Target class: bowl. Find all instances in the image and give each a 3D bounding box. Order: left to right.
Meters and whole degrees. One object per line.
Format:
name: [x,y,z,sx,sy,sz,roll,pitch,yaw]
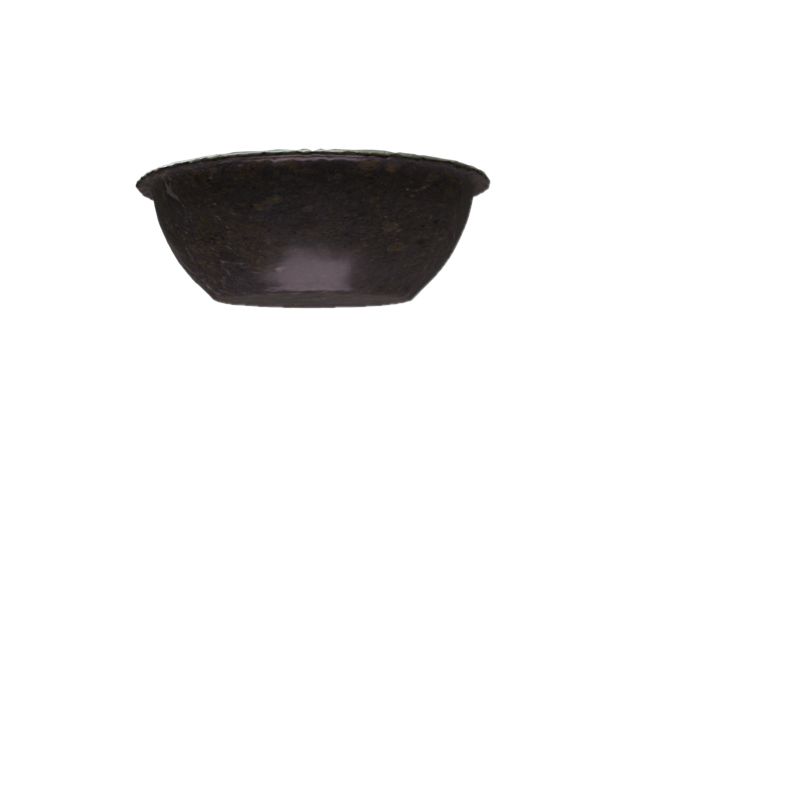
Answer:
bowl: [-0.040,-0.072,0.508,0.162,0.056,0.161,0,0,-2]
